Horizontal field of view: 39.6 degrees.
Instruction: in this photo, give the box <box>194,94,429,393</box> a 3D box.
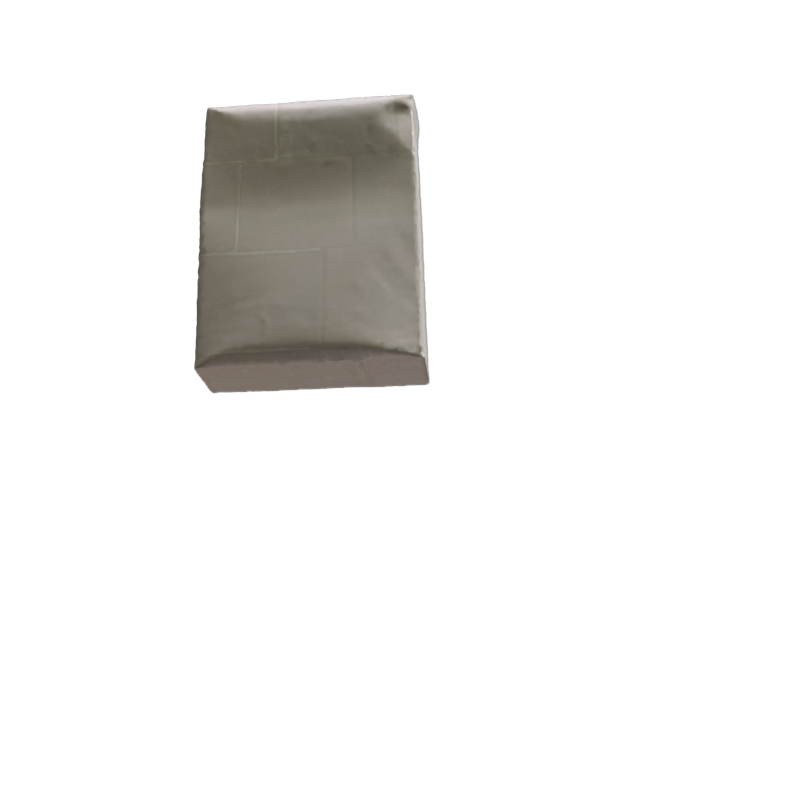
[{"bbox_3d":[-0.065,-0.118,0.827,0.165,0.225,0.068,-3,-22,6],"label":"box"}]
